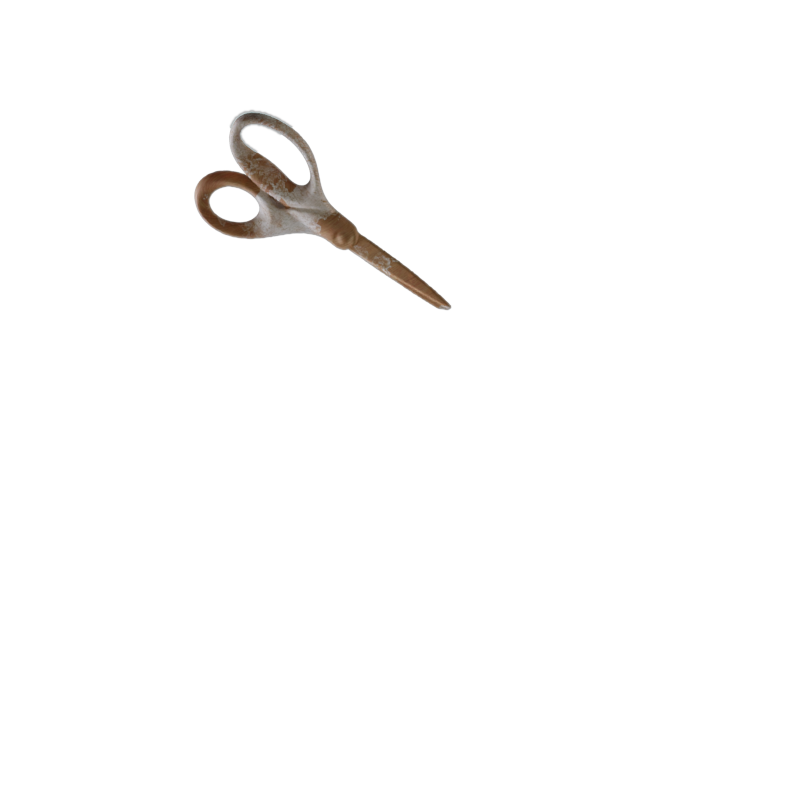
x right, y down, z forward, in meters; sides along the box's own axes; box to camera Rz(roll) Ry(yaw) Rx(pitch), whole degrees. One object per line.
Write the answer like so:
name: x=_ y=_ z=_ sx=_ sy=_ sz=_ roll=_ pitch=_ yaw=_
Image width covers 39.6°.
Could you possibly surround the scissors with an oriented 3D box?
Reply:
scissors: x=-0.059 y=-0.108 z=0.758 sx=0.096 sy=0.190 sz=0.017 roll=-32 pitch=25 yaw=17
